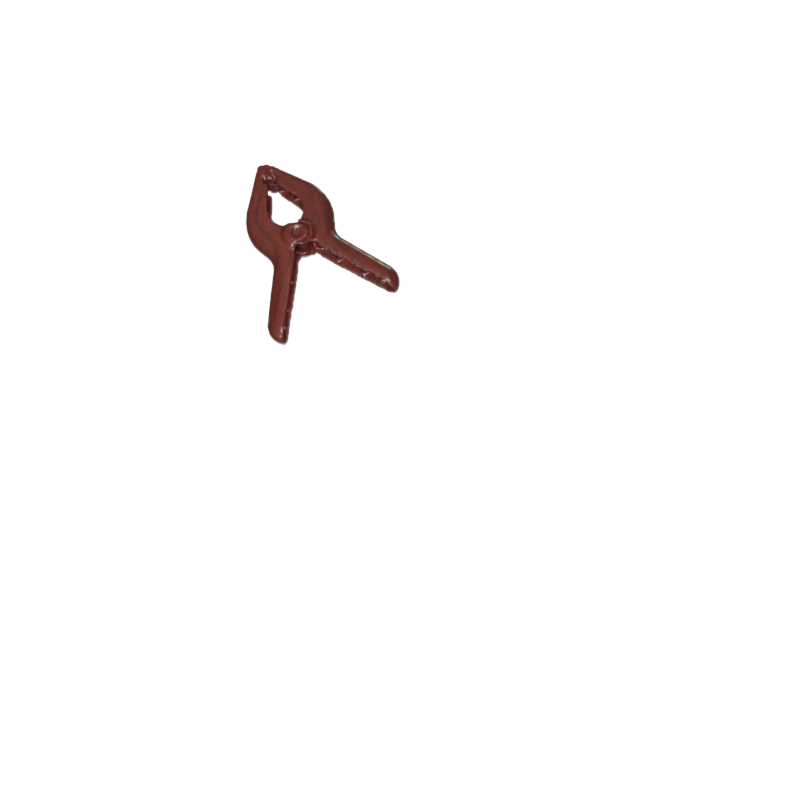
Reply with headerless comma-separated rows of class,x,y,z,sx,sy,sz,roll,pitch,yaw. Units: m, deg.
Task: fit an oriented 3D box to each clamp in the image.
clamp,-0.077,-0.140,0.981,0.119,0.182,0.037,-15,-25,-8
